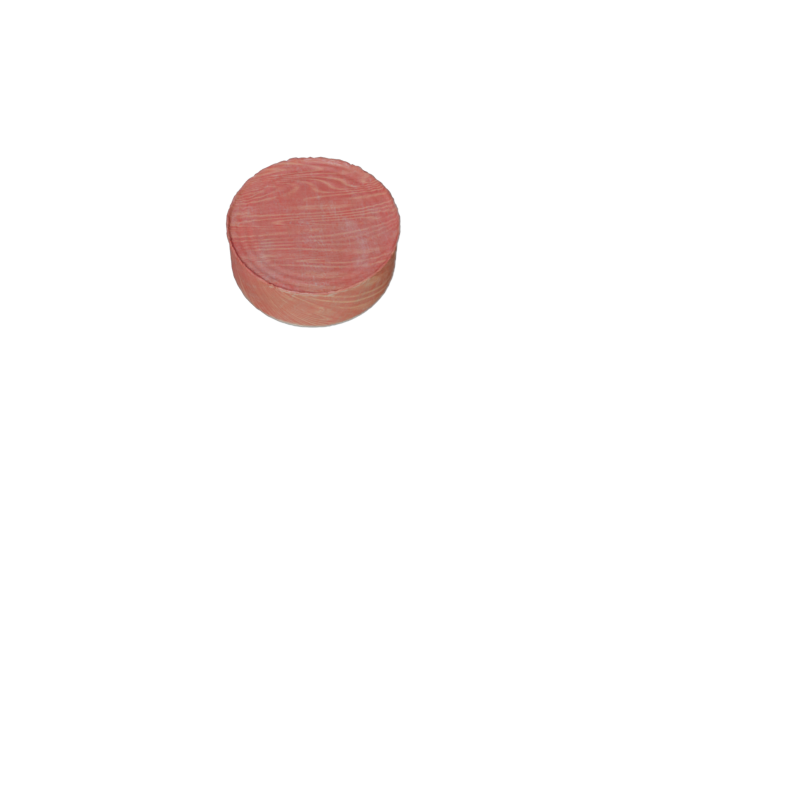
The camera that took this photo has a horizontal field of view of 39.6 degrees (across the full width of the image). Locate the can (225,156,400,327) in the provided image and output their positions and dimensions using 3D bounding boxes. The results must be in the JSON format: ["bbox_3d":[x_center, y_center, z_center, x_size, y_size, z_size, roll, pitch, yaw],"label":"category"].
[{"bbox_3d":[-0.044,-0.079,0.556,0.086,0.092,0.031,-1,-34,-1],"label":"can"}]
